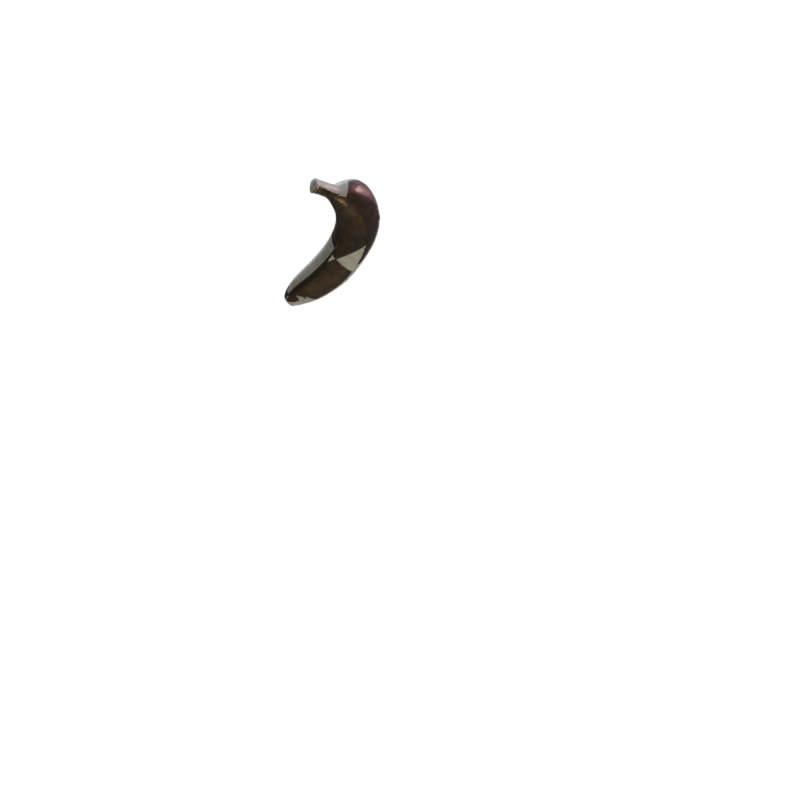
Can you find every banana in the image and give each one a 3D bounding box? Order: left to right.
[{"bbox_3d":[-0.057,-0.139,0.969,0.069,0.039,0.188,5,-28,-10],"label":"banana"}]
